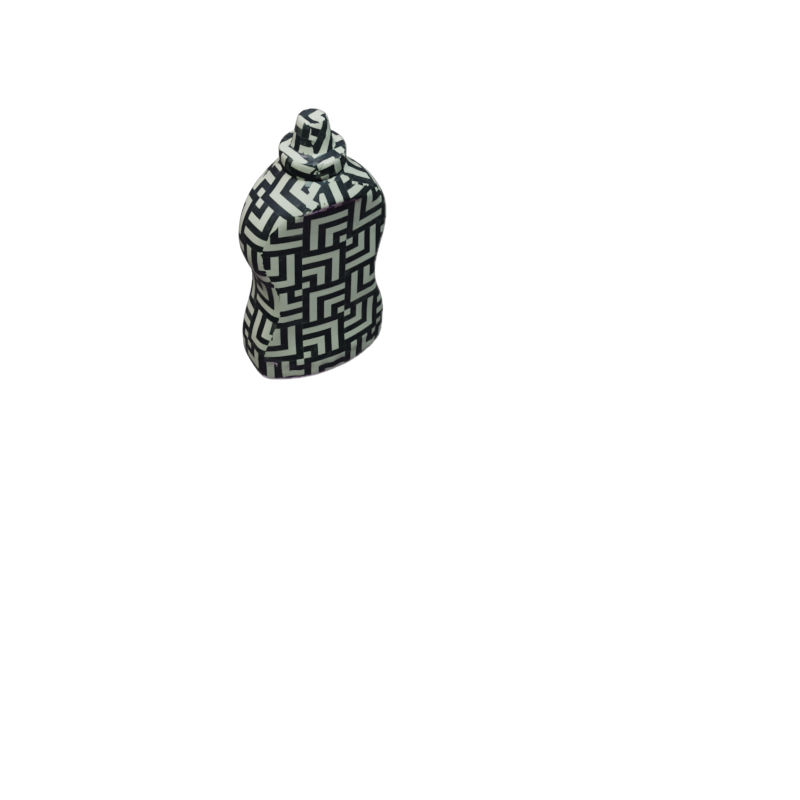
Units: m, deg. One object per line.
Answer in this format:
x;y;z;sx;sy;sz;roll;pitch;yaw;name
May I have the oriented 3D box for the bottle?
-0.056;-0.101;0.708;0.095;0.179;0.063;-19;49;-21;bottle
